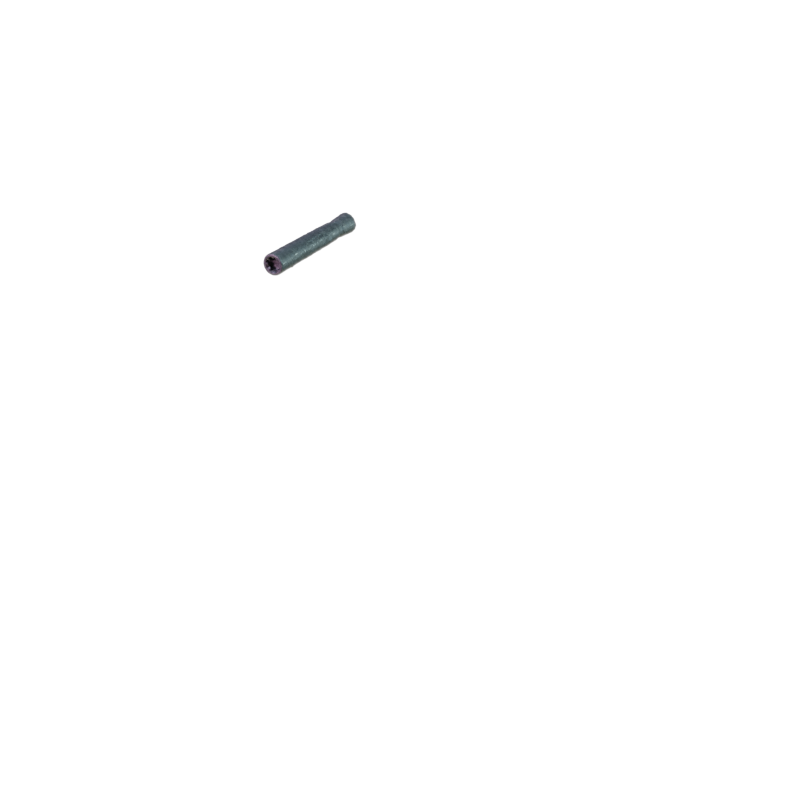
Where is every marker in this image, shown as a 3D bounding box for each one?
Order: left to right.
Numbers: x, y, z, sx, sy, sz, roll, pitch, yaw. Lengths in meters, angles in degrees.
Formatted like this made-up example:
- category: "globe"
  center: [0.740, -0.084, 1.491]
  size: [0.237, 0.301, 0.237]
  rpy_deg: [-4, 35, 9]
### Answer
- category: "marker"
  center: [-0.073, -0.134, 0.938]
  size: [0.020, 0.019, 0.122]
  rpy_deg: [2, 25, 31]
